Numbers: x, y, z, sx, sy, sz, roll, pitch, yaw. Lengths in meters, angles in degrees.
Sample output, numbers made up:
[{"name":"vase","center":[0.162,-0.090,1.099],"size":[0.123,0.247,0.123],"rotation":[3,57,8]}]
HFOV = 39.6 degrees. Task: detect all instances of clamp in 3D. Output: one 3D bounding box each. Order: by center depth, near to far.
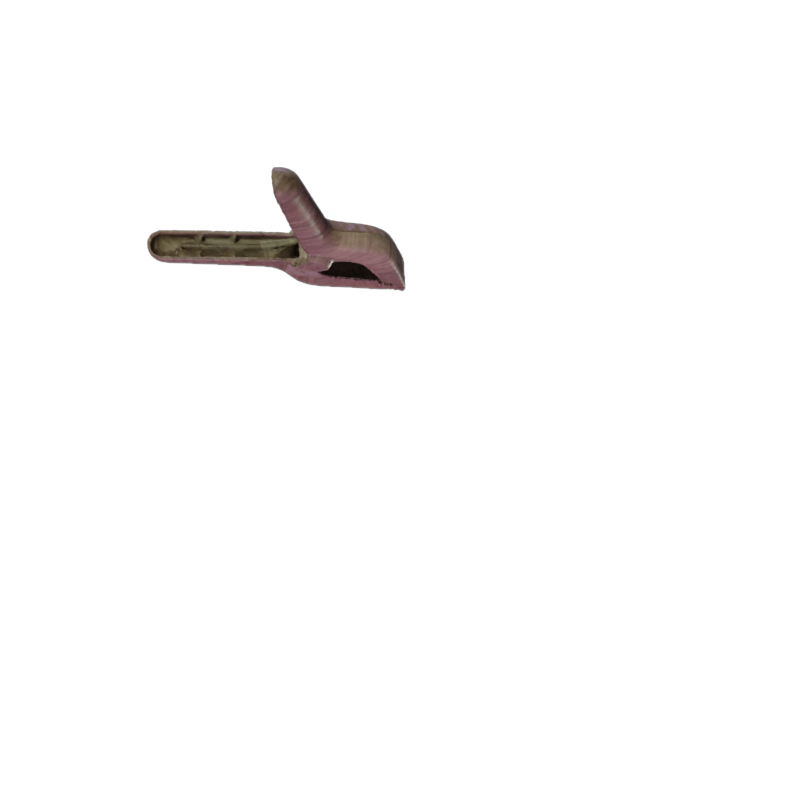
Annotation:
[{"name":"clamp","center":[-0.067,-0.122,0.857],"size":[0.200,0.038,0.166],"rotation":[10,-18,-35]}]
